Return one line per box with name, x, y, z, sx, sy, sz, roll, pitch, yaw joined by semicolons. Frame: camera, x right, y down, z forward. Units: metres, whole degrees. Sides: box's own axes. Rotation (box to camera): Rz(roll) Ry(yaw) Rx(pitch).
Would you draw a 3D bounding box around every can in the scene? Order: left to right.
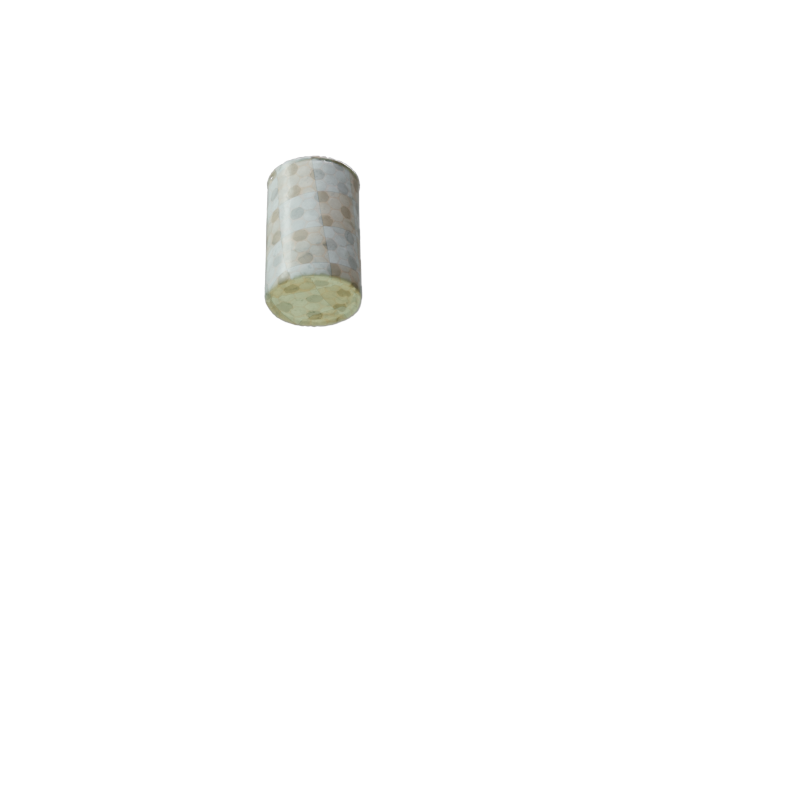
can;-0.061;-0.111;0.780;0.068;0.109;0.064;-1;-32;-2
